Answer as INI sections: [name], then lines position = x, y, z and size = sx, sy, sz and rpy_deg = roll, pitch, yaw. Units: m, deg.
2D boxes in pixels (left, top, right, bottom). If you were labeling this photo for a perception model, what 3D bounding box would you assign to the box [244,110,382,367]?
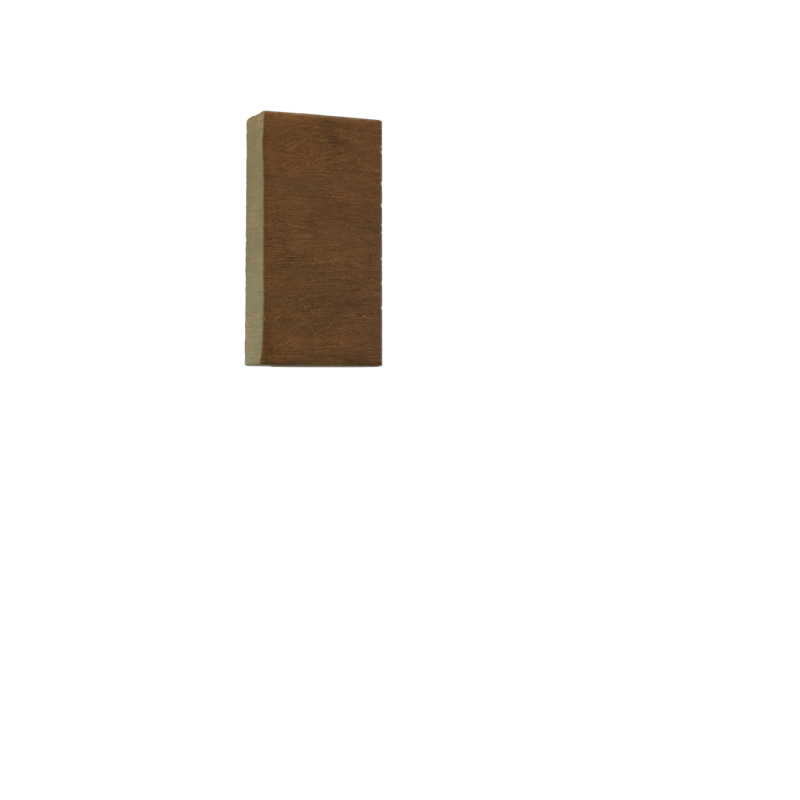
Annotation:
[box]
position = -0.061, -0.112, 0.783
size = 0.090, 0.179, 0.049
rpy_deg = 2, -6, -24
